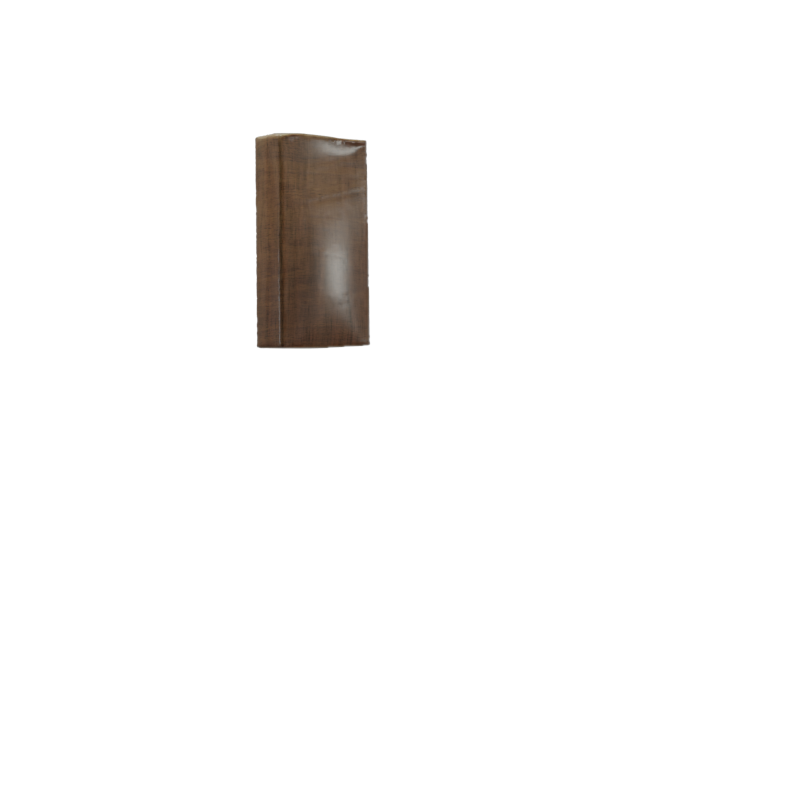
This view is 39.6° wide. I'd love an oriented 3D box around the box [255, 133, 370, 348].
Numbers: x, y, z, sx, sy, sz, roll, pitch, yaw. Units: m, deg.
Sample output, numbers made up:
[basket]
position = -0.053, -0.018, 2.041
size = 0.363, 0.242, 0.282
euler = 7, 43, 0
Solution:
[box]
position = -0.073, -0.133, 0.929
size = 0.090, 0.177, 0.050
euler = 0, -1, -37
